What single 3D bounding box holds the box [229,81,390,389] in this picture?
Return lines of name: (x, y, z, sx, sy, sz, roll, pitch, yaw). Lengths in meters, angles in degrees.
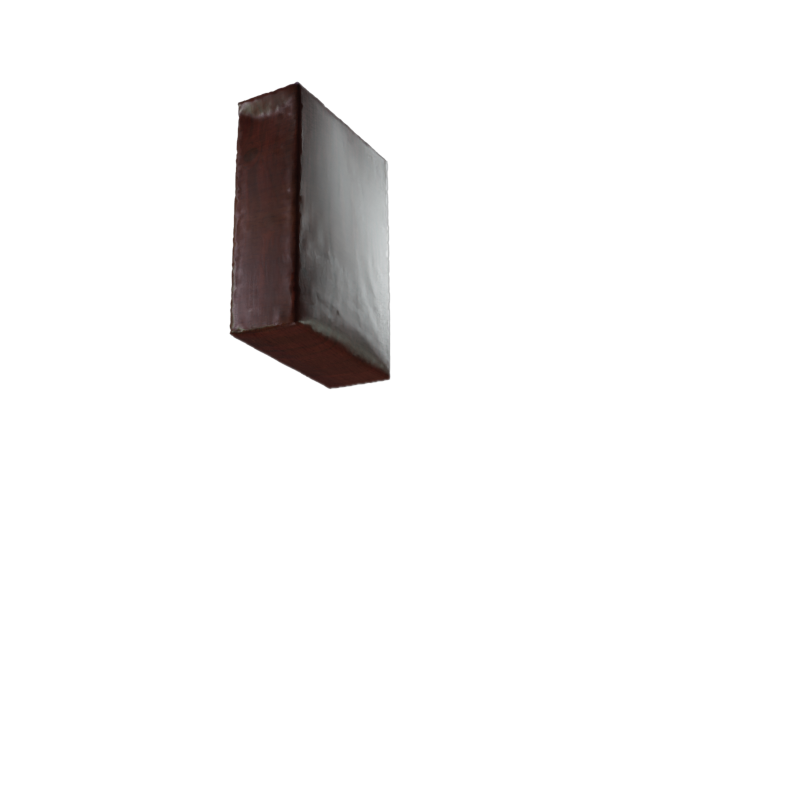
box: (-0.074, -0.134, 0.941, 0.073, 0.225, 0.153, -13, -24, 25)
